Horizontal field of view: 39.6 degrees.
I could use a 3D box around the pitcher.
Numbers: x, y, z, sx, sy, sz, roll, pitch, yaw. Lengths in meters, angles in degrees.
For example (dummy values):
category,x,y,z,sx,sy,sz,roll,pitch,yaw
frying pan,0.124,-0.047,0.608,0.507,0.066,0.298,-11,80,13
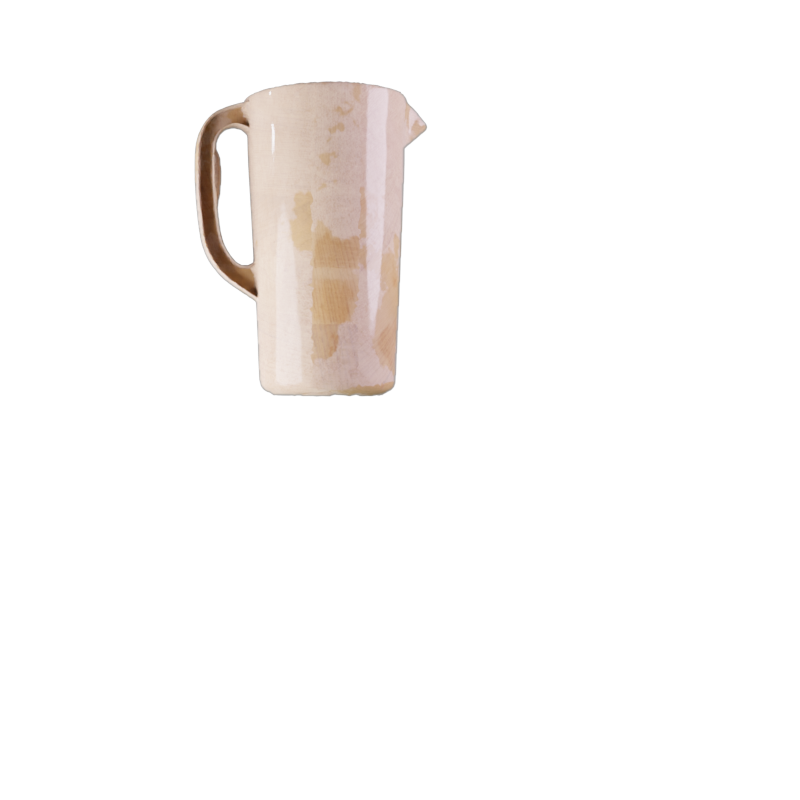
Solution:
category,x,y,z,sx,sy,sz,roll,pitch,yaw
pitcher,-0.069,-0.127,0.886,0.154,0.247,0.139,-3,-5,31
